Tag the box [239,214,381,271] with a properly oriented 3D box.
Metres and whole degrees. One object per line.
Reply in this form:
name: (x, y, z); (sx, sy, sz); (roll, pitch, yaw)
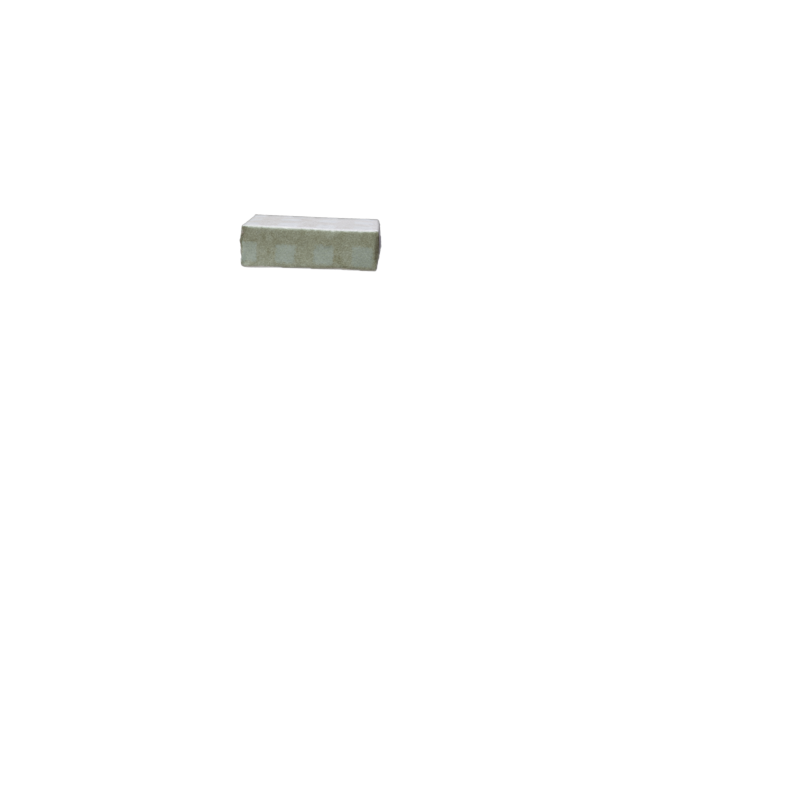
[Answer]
box: (-0.072, -0.132, 0.926); (0.114, 0.038, 0.092); (0, 13, 2)
